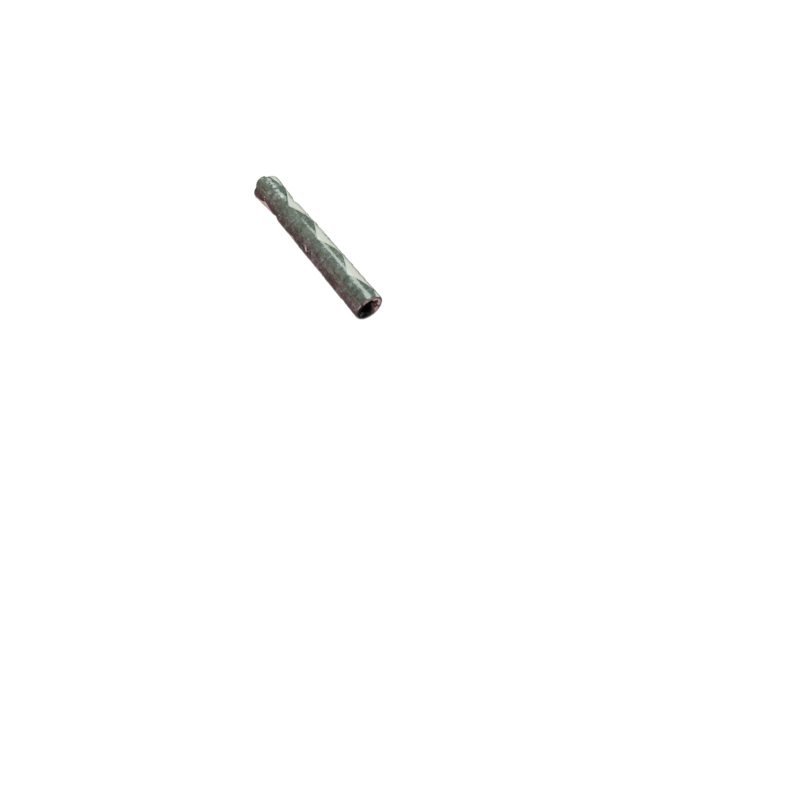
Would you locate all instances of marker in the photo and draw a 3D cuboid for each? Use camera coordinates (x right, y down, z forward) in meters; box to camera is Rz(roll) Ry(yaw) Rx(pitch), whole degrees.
[{"bbox_3d":[-0.053,-0.097,0.678,0.019,0.019,0.130,-2,44,-46],"label":"marker"}]
